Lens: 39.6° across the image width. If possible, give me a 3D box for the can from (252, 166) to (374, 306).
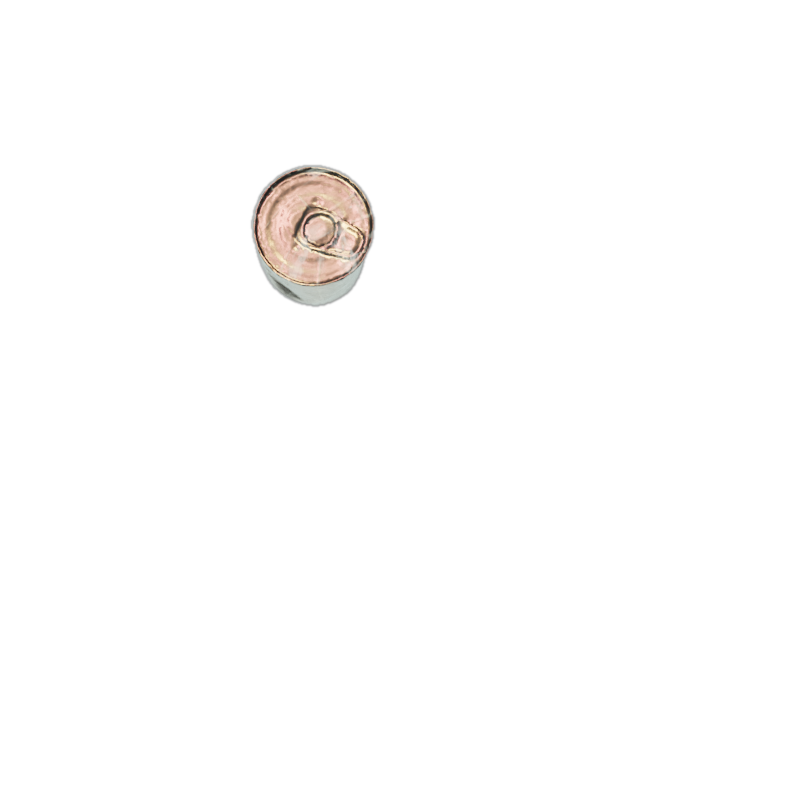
[{"bbox_3d":[-0.052,-0.095,0.665,0.068,0.070,0.101,0,-5,-3],"label":"can"}]
